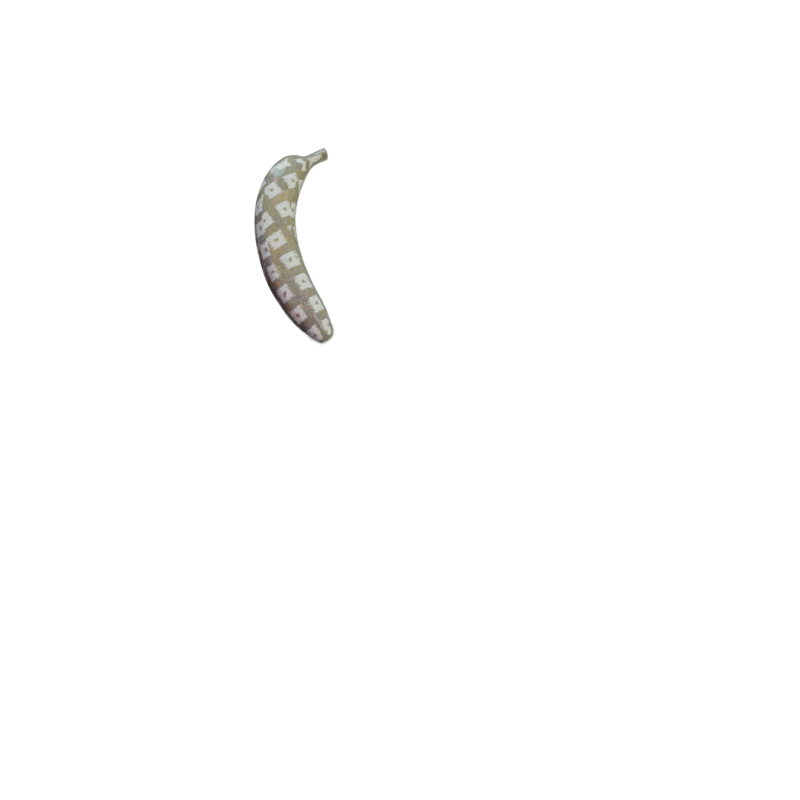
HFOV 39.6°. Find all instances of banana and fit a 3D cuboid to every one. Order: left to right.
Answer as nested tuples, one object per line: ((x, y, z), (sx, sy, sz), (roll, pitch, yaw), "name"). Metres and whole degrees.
((-0.097, -0.146, 0.999), (0.069, 0.209, 0.035), (-2, -24, -2), "banana")
